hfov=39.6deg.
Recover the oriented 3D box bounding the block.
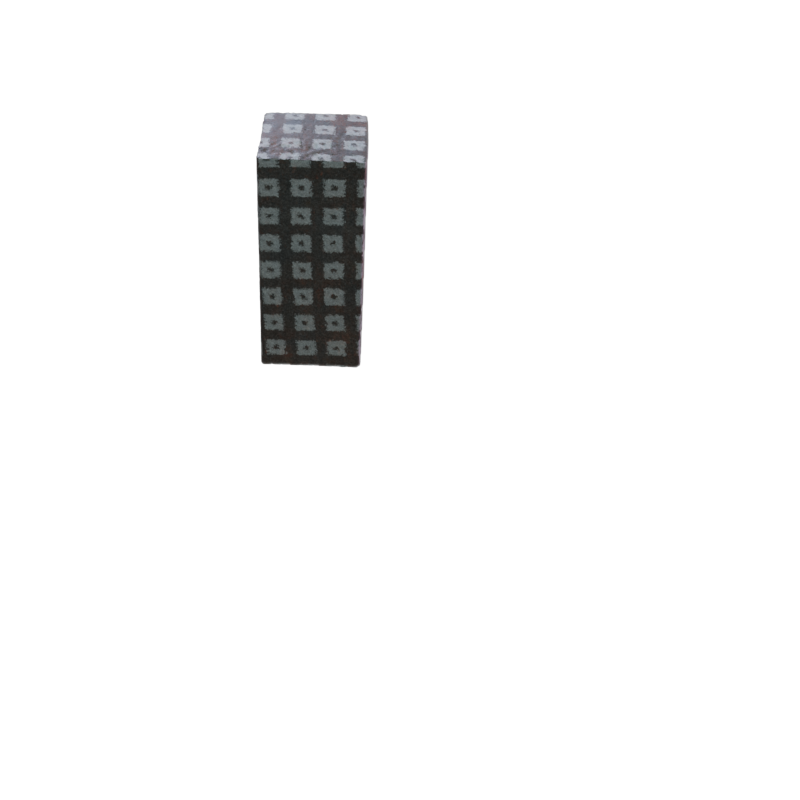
[{"bbox_3d":[-0.076,-0.139,0.970,0.091,0.193,0.096,2,35,-1],"label":"block"}]
